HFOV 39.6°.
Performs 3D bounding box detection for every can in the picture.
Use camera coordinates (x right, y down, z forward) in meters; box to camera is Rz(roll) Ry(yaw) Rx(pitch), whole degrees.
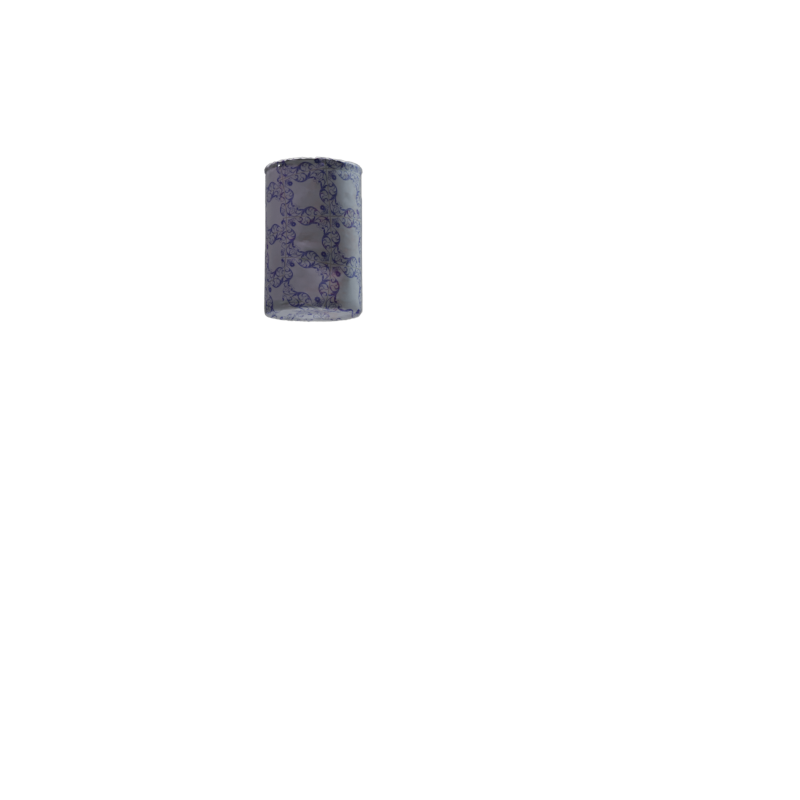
[{"bbox_3d":[-0.059,-0.108,0.755,0.068,0.105,0.067,0,-9,-2],"label":"can"}]
